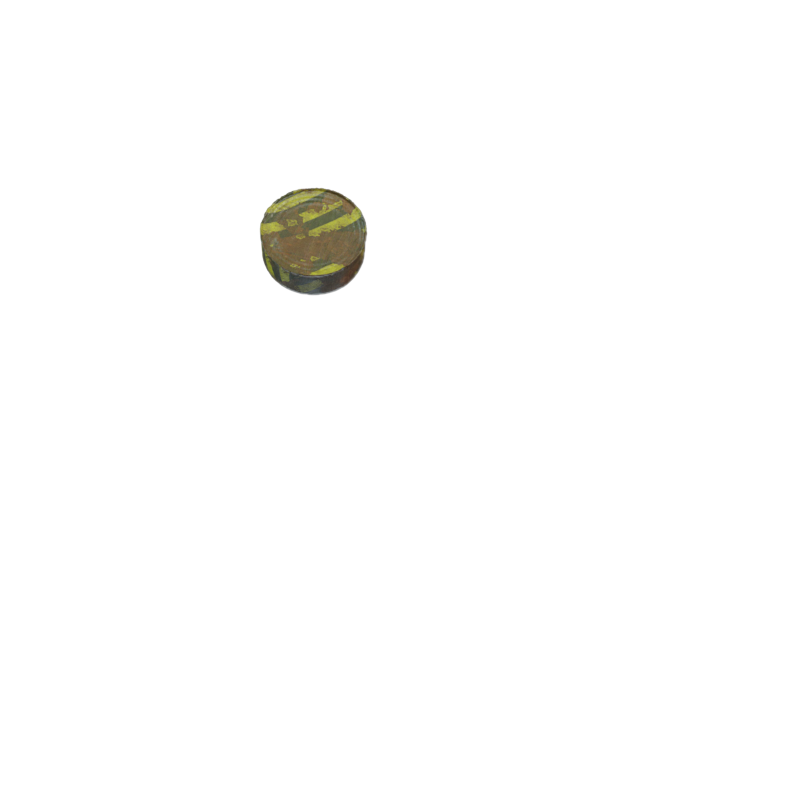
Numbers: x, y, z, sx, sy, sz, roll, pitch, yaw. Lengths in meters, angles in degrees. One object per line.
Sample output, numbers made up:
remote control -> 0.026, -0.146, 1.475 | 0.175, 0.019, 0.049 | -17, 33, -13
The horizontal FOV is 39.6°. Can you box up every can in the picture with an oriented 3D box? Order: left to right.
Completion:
can -> -0.070, -0.128, 0.897 | 0.086, 0.092, 0.031 | -1, -31, -1
